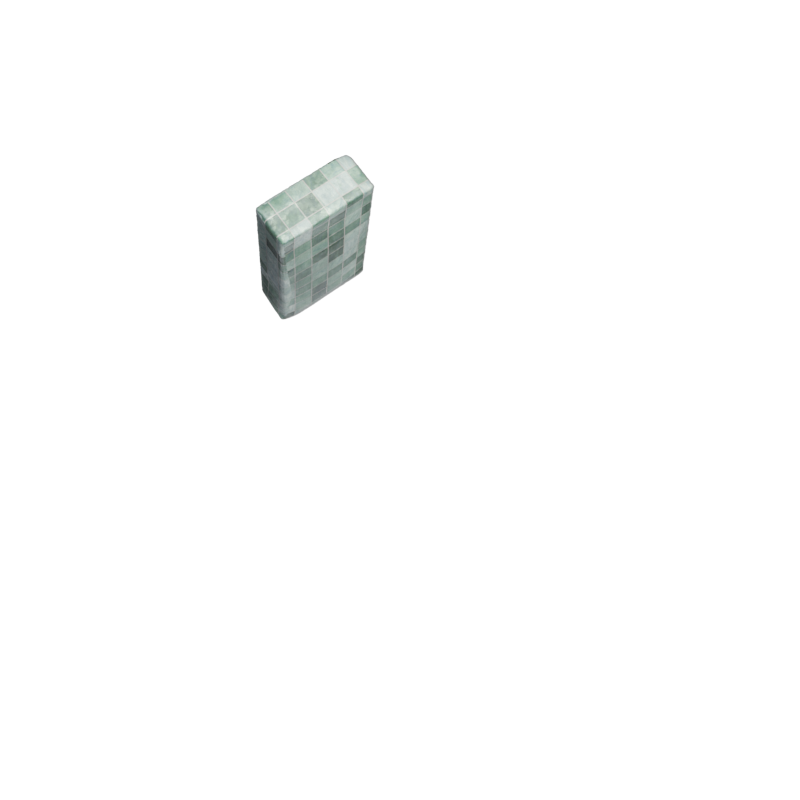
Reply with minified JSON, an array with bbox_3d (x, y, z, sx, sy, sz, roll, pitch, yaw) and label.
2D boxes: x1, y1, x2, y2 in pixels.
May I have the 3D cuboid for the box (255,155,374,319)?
[{"bbox_3d":[-0.075,-0.137,0.959,0.094,0.050,0.168,-34,-14,-15],"label":"box"}]
